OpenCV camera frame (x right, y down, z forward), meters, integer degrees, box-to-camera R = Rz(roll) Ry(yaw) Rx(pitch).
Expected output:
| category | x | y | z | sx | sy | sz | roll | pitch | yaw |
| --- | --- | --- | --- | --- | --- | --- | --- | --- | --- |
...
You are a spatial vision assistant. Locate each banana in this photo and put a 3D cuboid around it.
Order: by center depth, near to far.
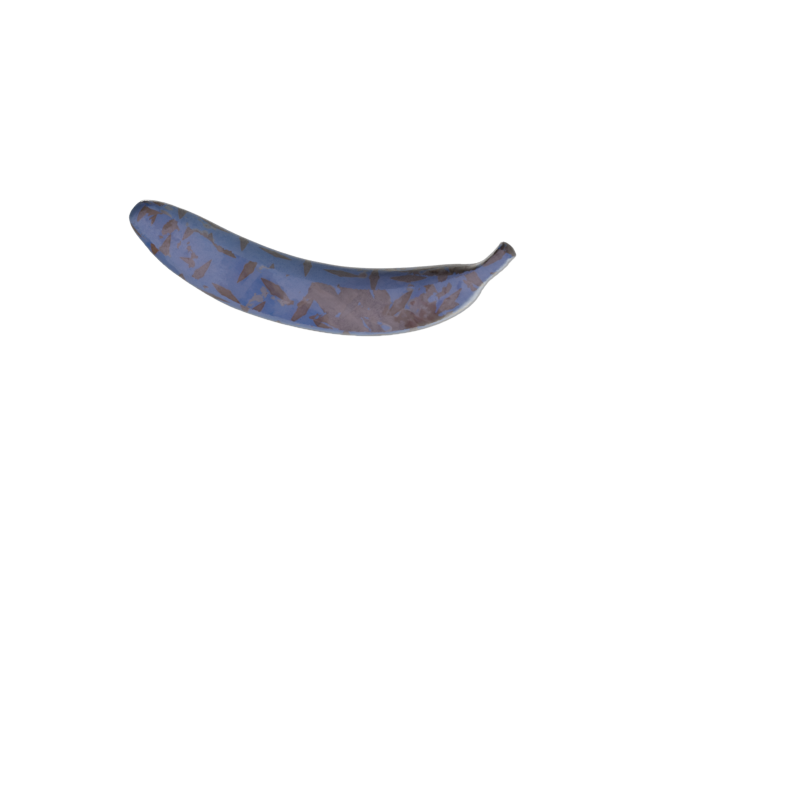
| category | x | y | z | sx | sy | sz | roll | pitch | yaw |
| --- | --- | --- | --- | --- | --- | --- | --- | --- | --- |
| banana | -0.044 | -0.067 | 0.585 | 0.197 | 0.066 | 0.039 | 5 | 30 | -3 |
